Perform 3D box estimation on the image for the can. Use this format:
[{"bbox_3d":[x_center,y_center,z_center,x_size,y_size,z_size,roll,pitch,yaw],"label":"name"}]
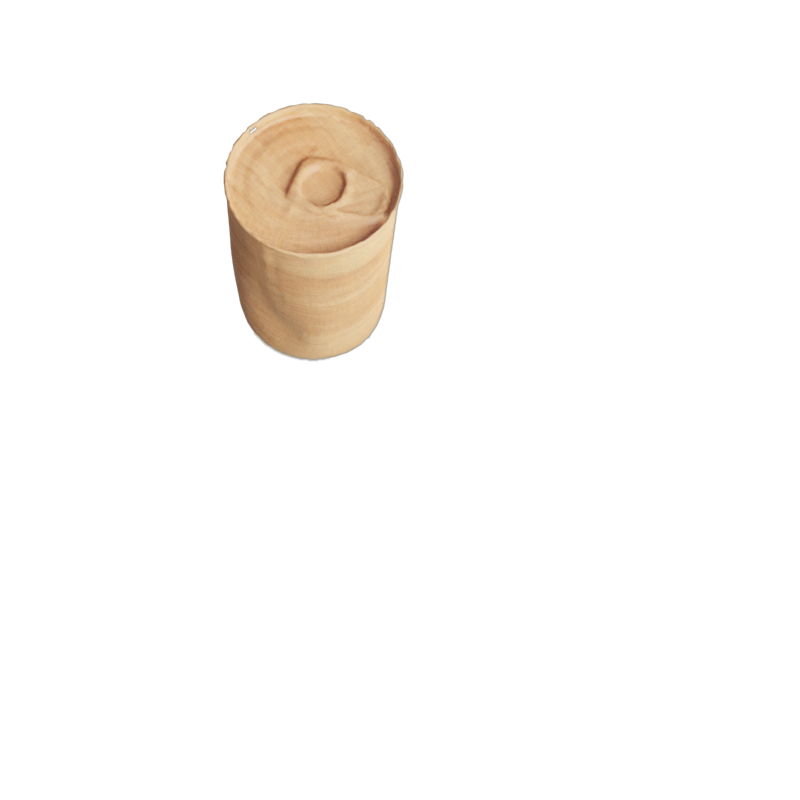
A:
[{"bbox_3d":[-0.036,-0.066,0.460,0.068,0.073,0.097,0,-24,-3],"label":"can"}]
